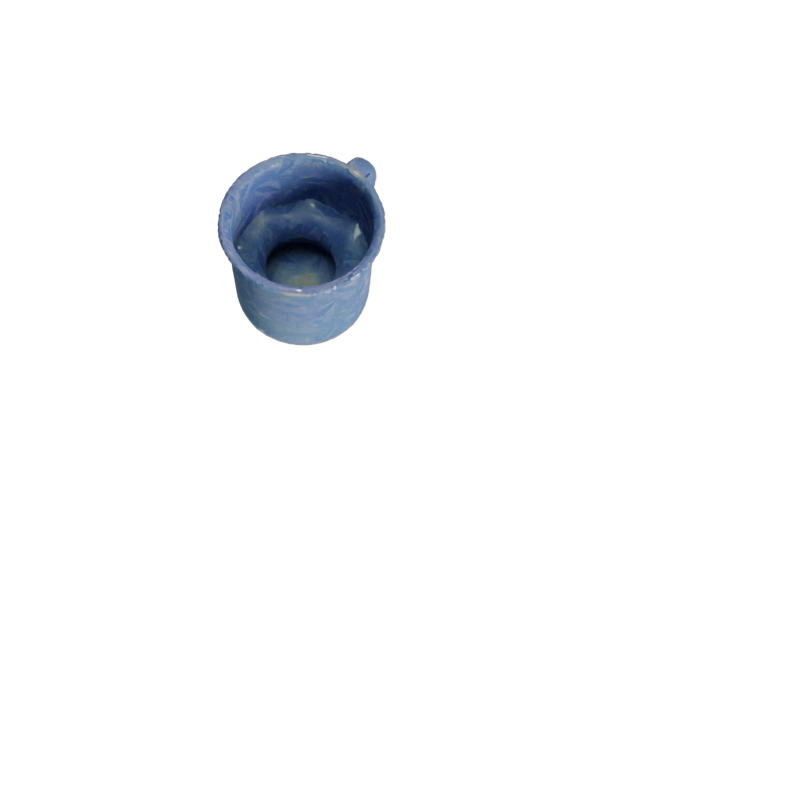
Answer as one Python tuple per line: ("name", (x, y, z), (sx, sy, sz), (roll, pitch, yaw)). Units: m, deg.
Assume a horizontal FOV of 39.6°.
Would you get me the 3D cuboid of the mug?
("mug", (-0.051, -0.093, 0.652), (0.096, 0.120, 0.077), (28, -24, 12))
